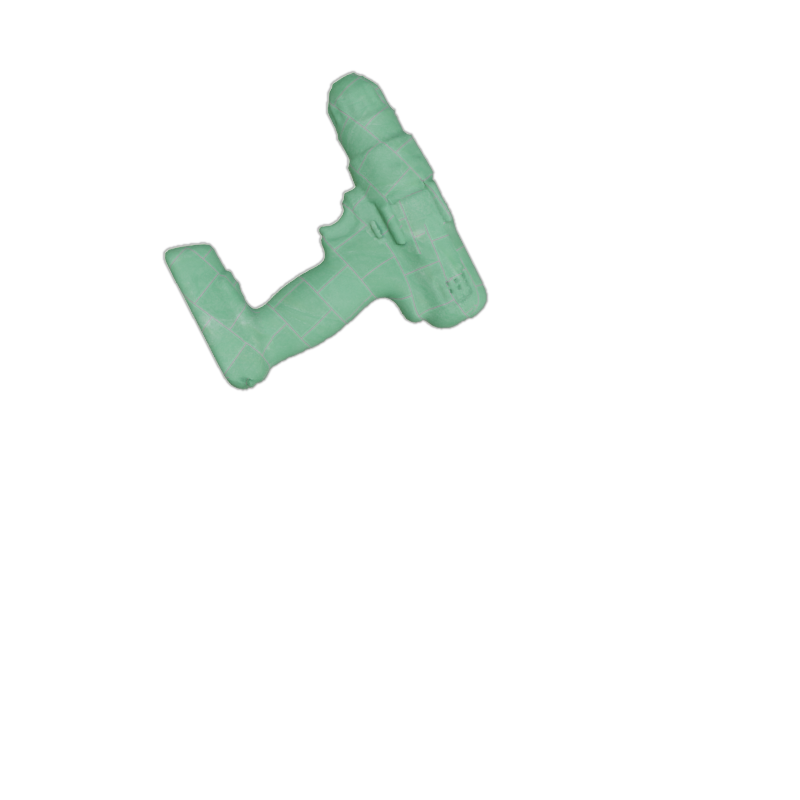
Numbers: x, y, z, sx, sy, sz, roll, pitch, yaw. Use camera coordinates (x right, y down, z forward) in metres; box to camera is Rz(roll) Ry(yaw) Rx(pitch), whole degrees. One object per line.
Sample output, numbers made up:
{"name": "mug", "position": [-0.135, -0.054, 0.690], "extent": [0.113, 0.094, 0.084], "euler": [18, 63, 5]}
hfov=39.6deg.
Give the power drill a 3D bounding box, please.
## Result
{"name": "power drill", "position": [-0.058, -0.106, 0.739], "extent": [0.187, 0.188, 0.056], "euler": [-26, -6, -4]}
